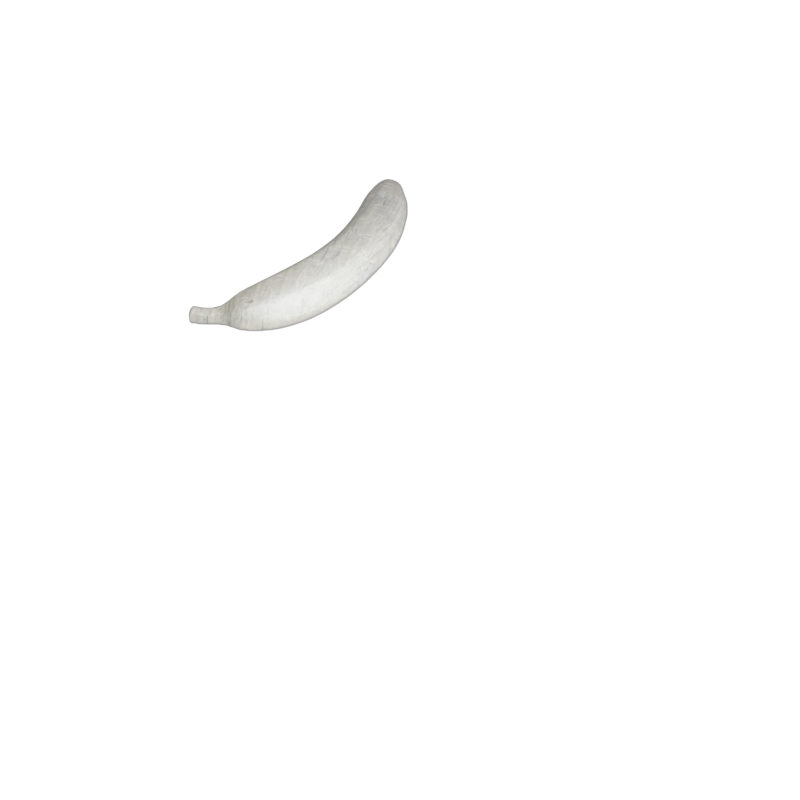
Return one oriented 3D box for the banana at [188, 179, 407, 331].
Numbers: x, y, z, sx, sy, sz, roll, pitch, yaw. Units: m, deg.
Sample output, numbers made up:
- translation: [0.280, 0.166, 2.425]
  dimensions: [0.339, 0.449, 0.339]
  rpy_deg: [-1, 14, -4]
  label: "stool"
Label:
- translation: [-0.048, -0.097, 0.744]
  dimensions: [0.074, 0.034, 0.199]
  rpy_deg: [31, 51, 29]
  label: "banana"
